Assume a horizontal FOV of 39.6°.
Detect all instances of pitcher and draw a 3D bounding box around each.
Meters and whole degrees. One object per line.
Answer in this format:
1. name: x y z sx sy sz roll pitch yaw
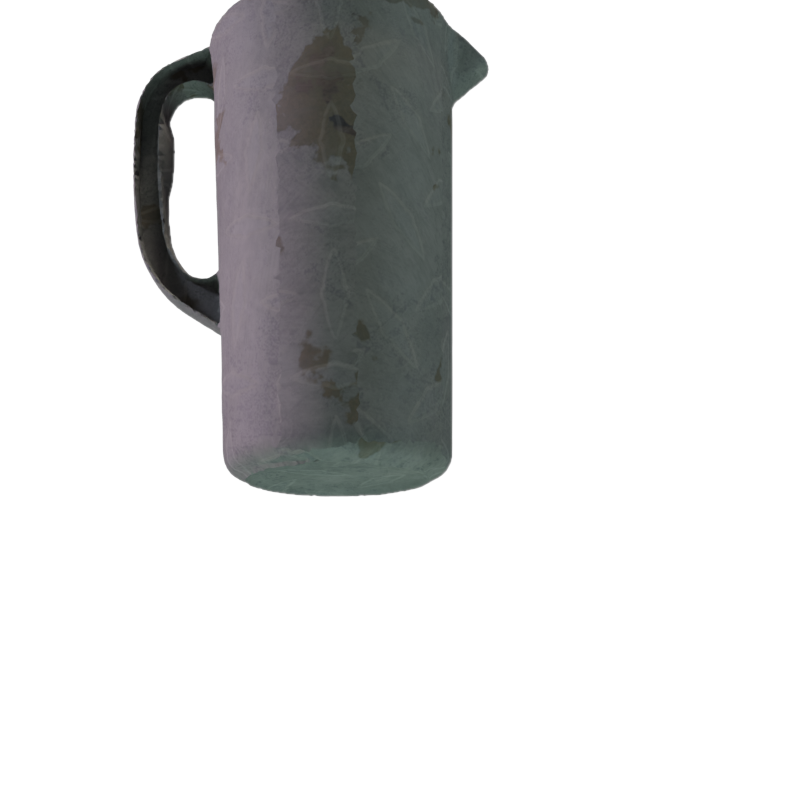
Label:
1. pitcher: -0.044 -0.081 0.565 0.137 0.255 0.151 17 -27 -41
